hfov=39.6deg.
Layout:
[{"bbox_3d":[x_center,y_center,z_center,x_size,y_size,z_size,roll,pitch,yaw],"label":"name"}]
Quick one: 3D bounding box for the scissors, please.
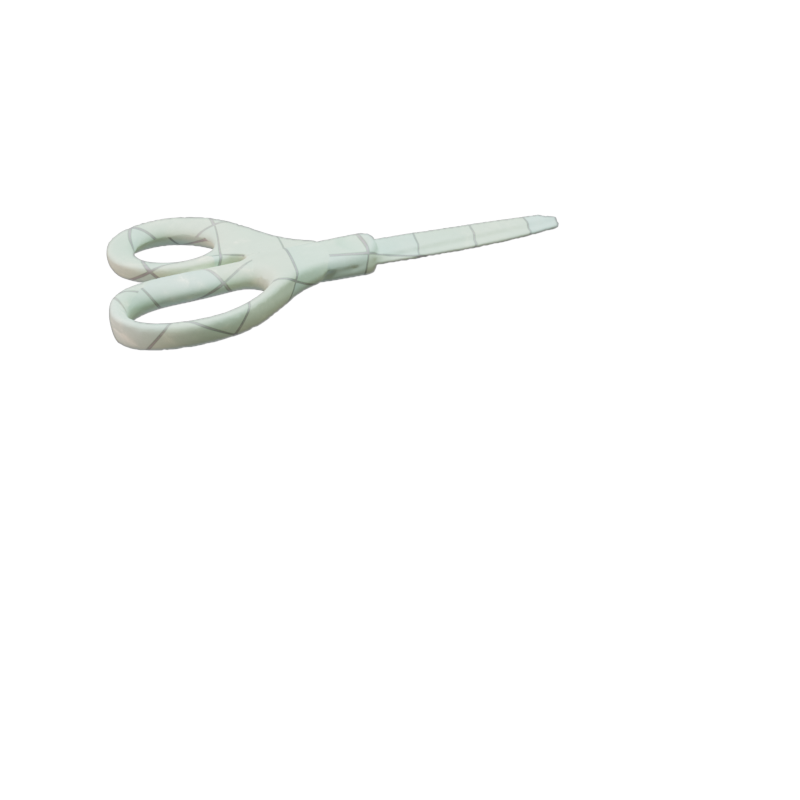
[{"bbox_3d":[-0.038,-0.068,0.480,0.200,0.015,0.103,-23,41,-29],"label":"scissors"}]
